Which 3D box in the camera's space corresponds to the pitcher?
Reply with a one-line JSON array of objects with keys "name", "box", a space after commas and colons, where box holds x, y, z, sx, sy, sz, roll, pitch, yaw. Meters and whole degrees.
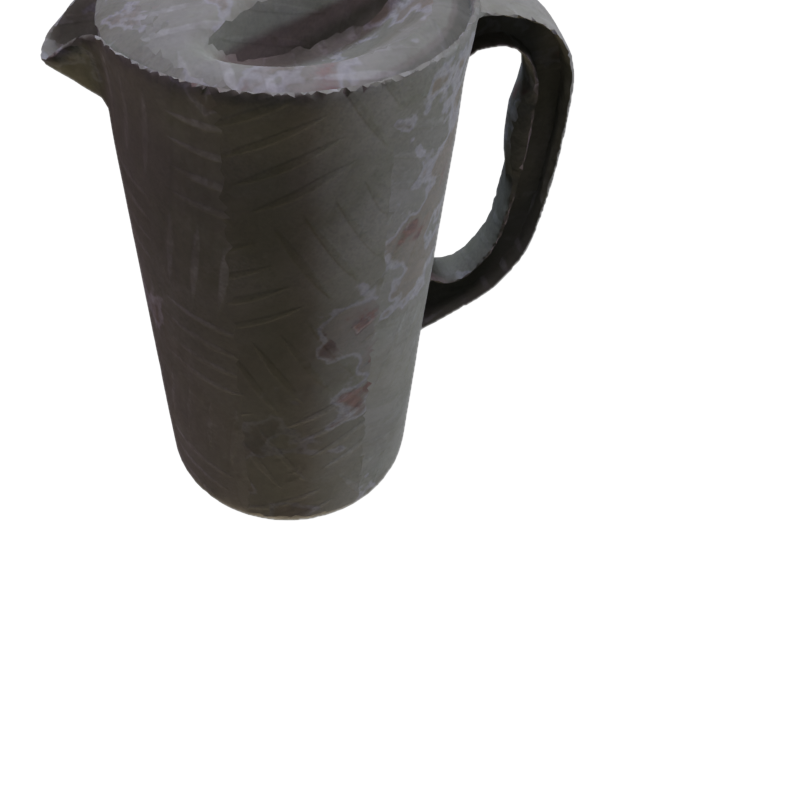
[{"name": "pitcher", "box": [-0.035, -0.064, 0.450, 0.157, 0.226, 0.148, 28, 50, 23]}]
